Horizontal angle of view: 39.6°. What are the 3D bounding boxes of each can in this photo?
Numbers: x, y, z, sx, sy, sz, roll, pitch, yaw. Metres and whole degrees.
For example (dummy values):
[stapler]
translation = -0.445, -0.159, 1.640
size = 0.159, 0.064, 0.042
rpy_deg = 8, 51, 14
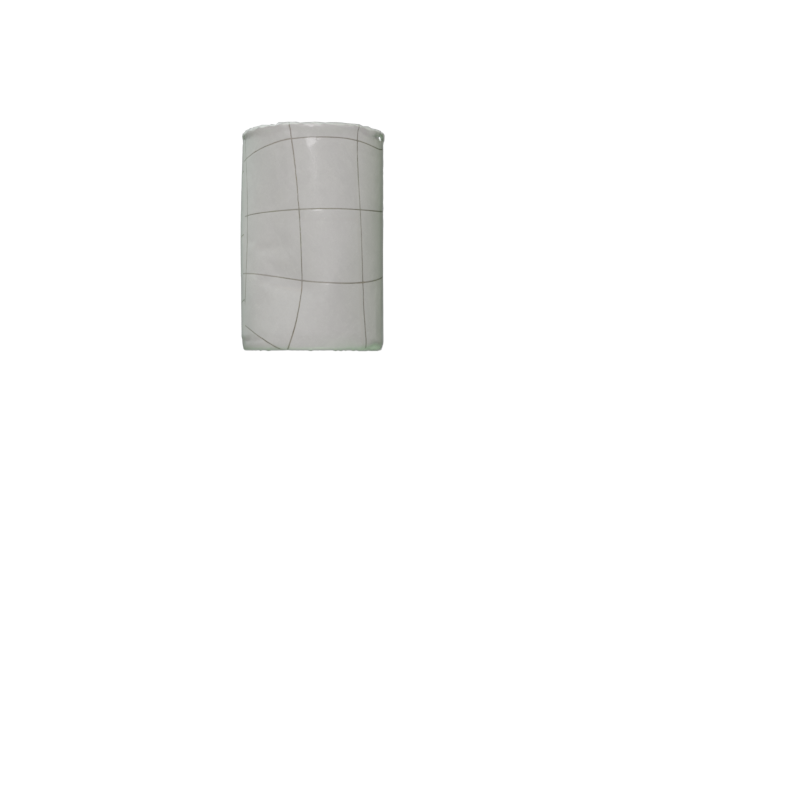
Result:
[can]
translation = -0.041, -0.074, 0.521
size = 0.068, 0.103, 0.068
rpy_deg = 0, -3, -2
